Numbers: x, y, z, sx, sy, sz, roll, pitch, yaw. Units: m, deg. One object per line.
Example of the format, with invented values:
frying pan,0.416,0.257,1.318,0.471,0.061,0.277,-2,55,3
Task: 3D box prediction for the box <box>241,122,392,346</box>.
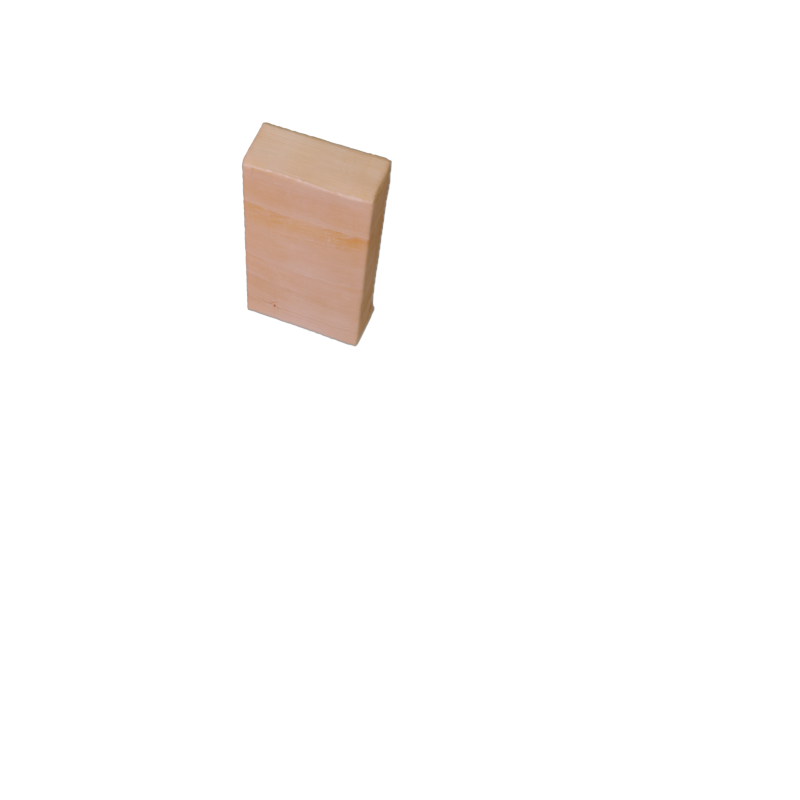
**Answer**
box,-0.061,-0.111,0.778,0.095,0.050,0.166,20,-28,7
